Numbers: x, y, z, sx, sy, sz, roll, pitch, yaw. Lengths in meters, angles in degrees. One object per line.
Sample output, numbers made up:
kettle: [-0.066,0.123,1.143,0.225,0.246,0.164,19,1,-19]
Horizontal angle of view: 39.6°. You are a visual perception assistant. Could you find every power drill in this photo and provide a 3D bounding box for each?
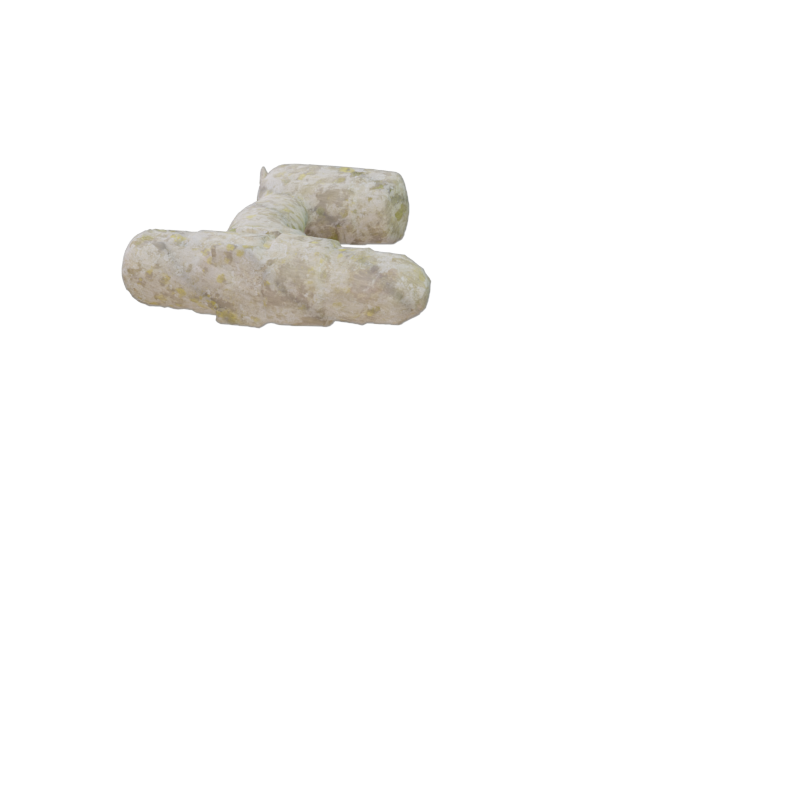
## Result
power drill: [-0.054,-0.099,0.693,0.190,0.055,0.191,8,25,17]
